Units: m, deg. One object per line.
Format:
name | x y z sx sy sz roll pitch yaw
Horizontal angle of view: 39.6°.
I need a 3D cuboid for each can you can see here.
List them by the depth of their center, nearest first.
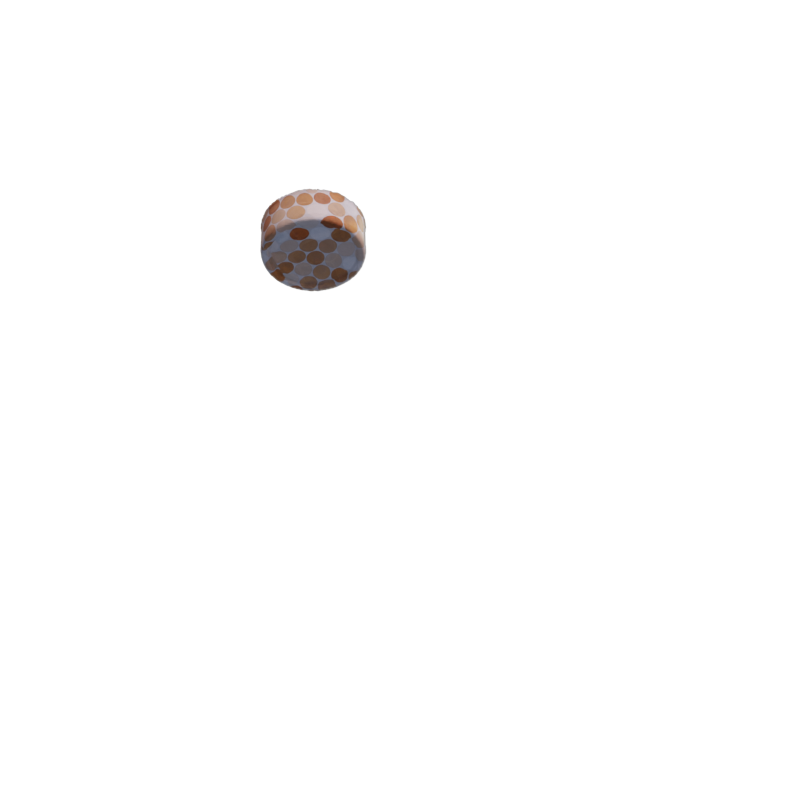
can | -0.070 -0.128 0.893 0.086 0.036 0.080 1 -41 -1
